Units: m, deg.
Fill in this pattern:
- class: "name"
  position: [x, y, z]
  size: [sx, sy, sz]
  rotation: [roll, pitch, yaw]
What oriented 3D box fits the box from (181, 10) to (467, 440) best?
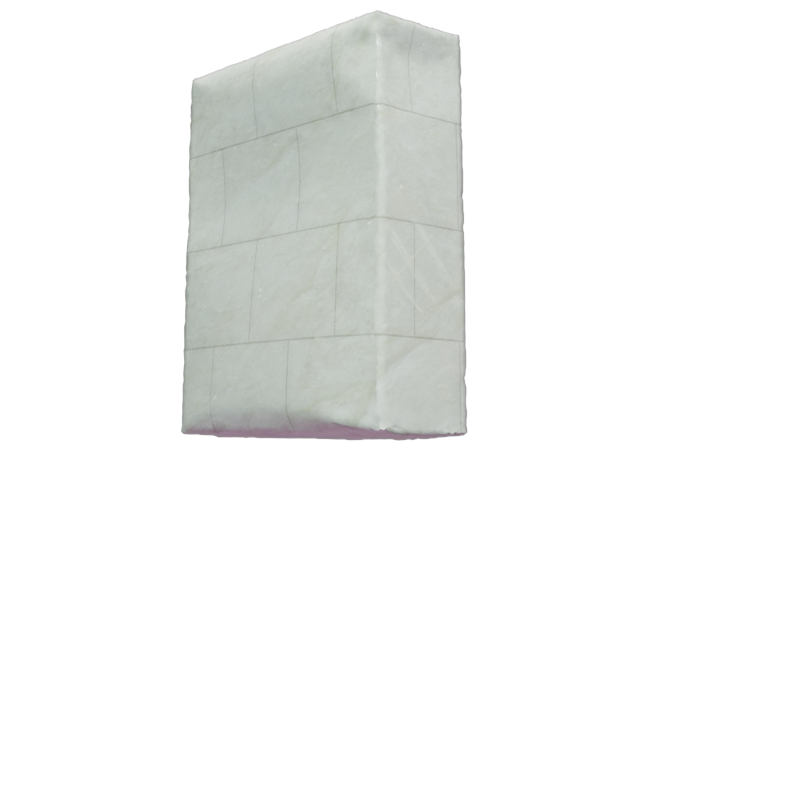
- class: "box"
  position: [-0.048, -0.087, 0.611]
  size: [0.068, 0.218, 0.169]
  rotation: [7, -10, -44]
